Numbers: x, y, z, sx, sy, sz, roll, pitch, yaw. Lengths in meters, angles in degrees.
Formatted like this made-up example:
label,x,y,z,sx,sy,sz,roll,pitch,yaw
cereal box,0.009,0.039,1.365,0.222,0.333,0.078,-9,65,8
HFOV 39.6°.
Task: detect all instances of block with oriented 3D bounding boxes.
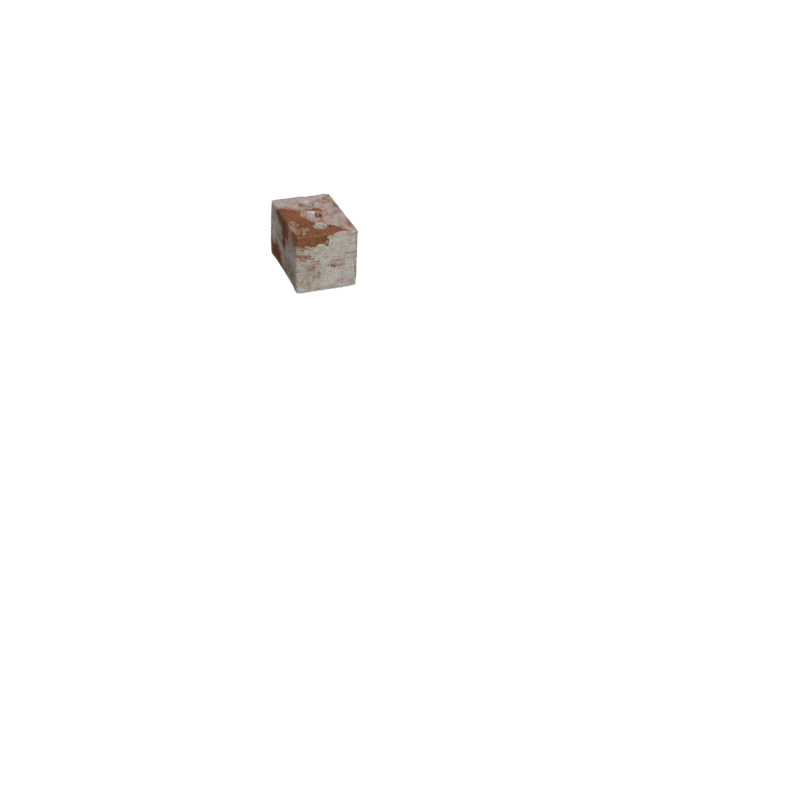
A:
label,x,y,z,sx,sy,sz,roll,pitch,yaw
block,-0.071,-0.130,0.912,0.052,0.048,0.084,-10,33,-18
